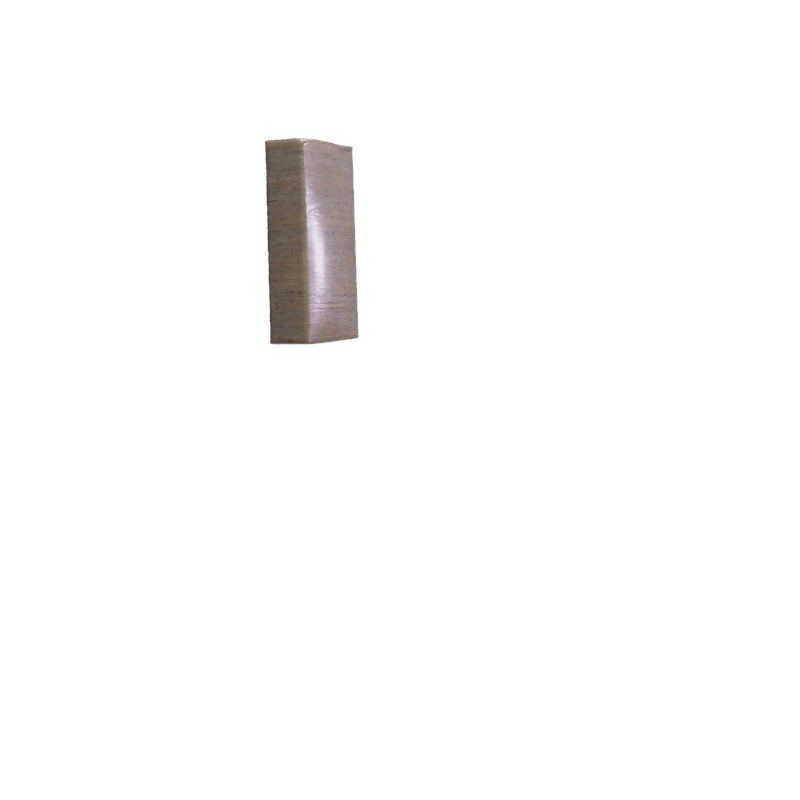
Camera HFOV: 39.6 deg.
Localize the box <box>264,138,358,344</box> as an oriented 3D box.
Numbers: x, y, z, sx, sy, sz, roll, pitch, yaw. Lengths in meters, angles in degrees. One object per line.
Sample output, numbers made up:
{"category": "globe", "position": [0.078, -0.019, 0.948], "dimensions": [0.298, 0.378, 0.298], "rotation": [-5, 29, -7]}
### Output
{"category": "box", "position": [-0.076, -0.140, 0.979], "dimensions": [0.050, 0.176, 0.090], "rotation": [0, 1, 28]}
